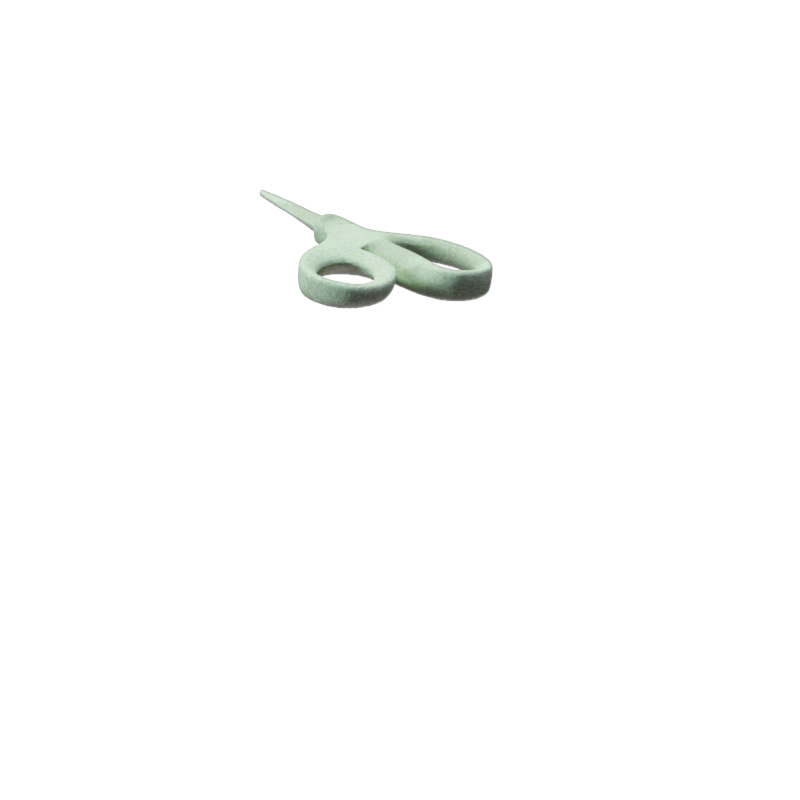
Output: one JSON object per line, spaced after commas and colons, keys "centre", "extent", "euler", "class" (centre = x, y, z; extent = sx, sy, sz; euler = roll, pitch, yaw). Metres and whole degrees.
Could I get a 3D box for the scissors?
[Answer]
{"centre": [-0.044, -0.080, 0.558], "extent": [0.094, 0.015, 0.214], "euler": [-19, 30, -38], "class": "scissors"}
